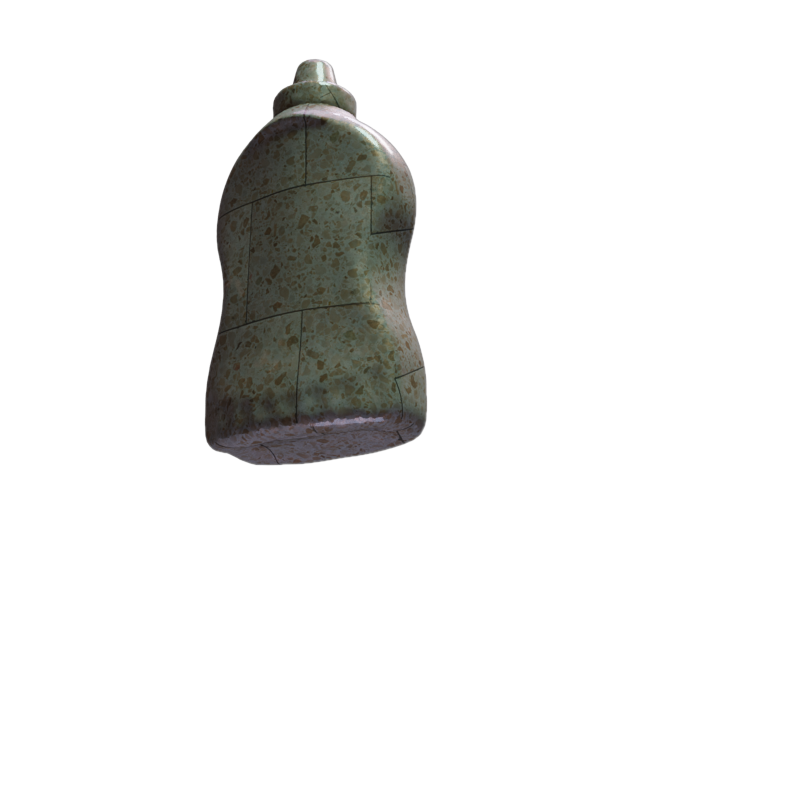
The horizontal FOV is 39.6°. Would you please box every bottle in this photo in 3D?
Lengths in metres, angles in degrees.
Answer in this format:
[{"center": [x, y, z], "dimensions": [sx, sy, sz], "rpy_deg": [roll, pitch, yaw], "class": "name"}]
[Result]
[{"center": [-0.039, -0.072, 0.506], "dimensions": [0.097, 0.202, 0.054], "rpy_deg": [-15, -27, 28], "class": "bottle"}]
